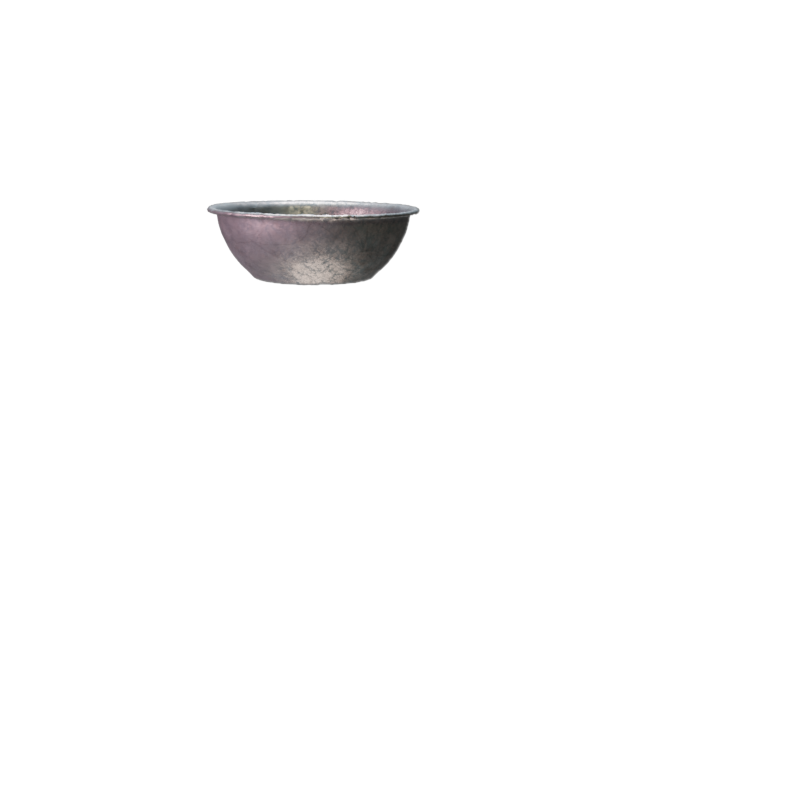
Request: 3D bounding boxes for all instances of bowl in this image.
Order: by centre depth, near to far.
[{"bbox_3d":[-0.066,-0.120,0.844,0.162,0.054,0.166,0,13,-2],"label":"bowl"}]
